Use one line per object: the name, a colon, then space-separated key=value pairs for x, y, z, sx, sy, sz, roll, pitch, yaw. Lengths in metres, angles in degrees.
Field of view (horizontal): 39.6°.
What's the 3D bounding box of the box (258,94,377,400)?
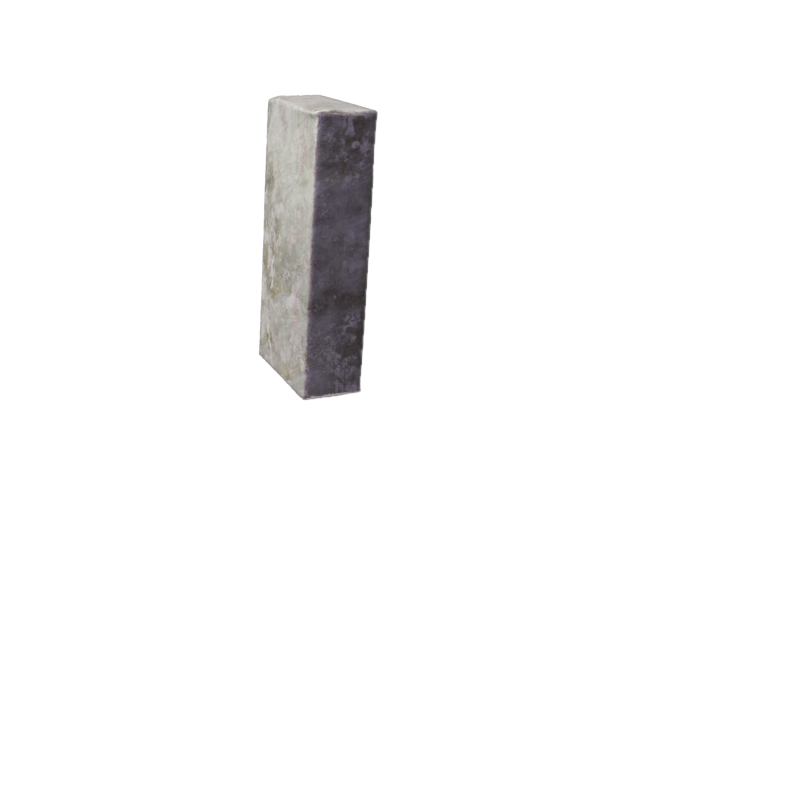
box: x=-0.055 y=-0.099 z=0.694 sx=0.047 sy=0.171 sz=0.099 roll=-5 pitch=16 yaw=-23
